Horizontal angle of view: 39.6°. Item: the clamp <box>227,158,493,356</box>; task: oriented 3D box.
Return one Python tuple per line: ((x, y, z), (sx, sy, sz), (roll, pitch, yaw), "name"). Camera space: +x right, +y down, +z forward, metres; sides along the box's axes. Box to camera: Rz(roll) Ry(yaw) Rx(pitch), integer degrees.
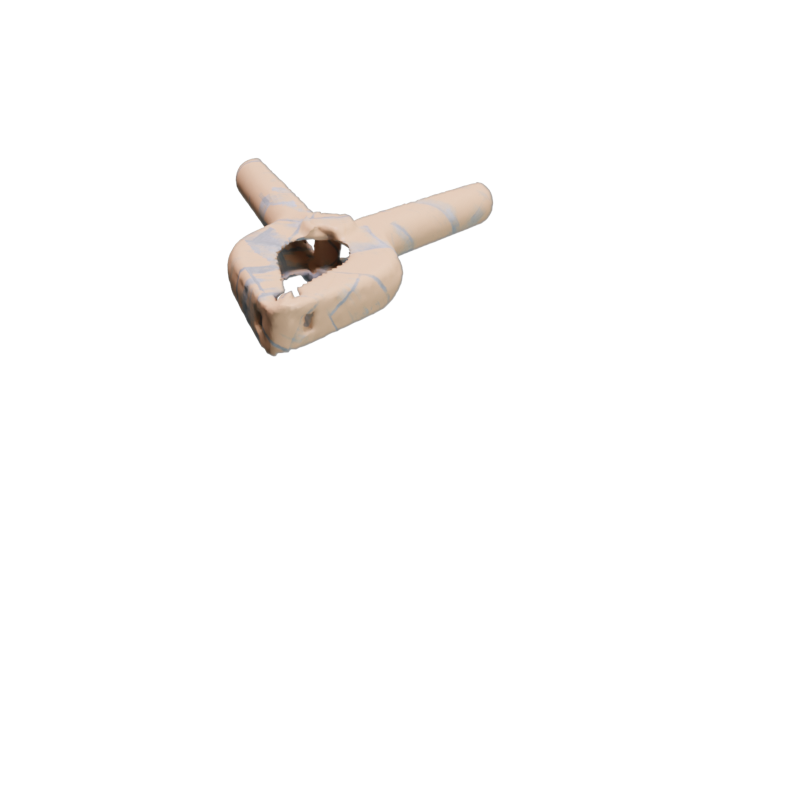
((-0.049, -0.090, 0.632), (0.169, 0.034, 0.216), (10, 32, 16), "clamp")
